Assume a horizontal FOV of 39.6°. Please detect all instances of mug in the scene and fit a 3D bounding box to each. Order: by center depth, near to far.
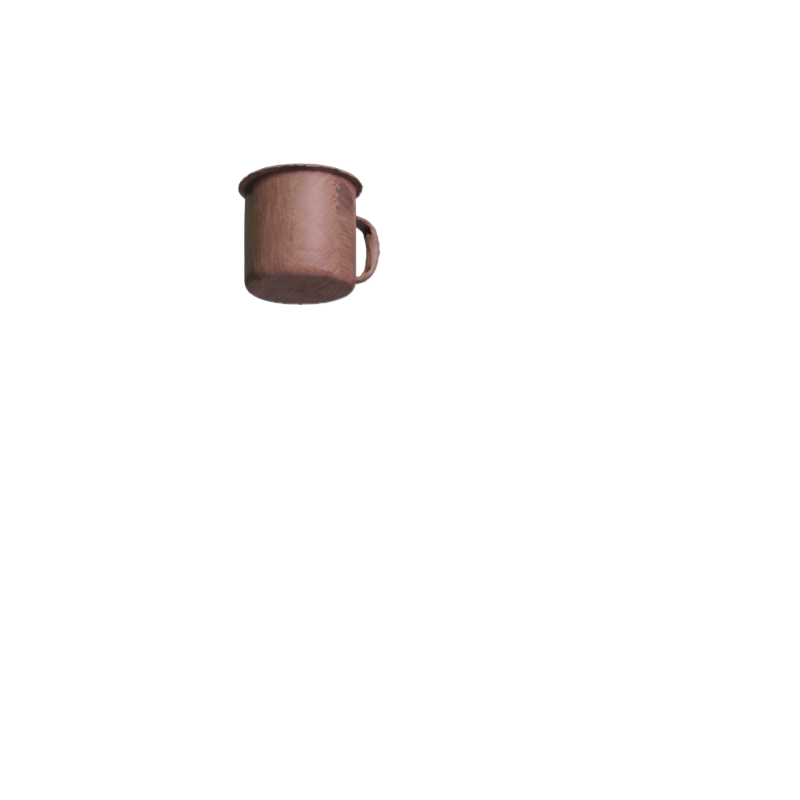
[{"bbox_3d":[-0.064,-0.117,0.820,0.111,0.085,0.094,11,-19,-38],"label":"mug"}]
